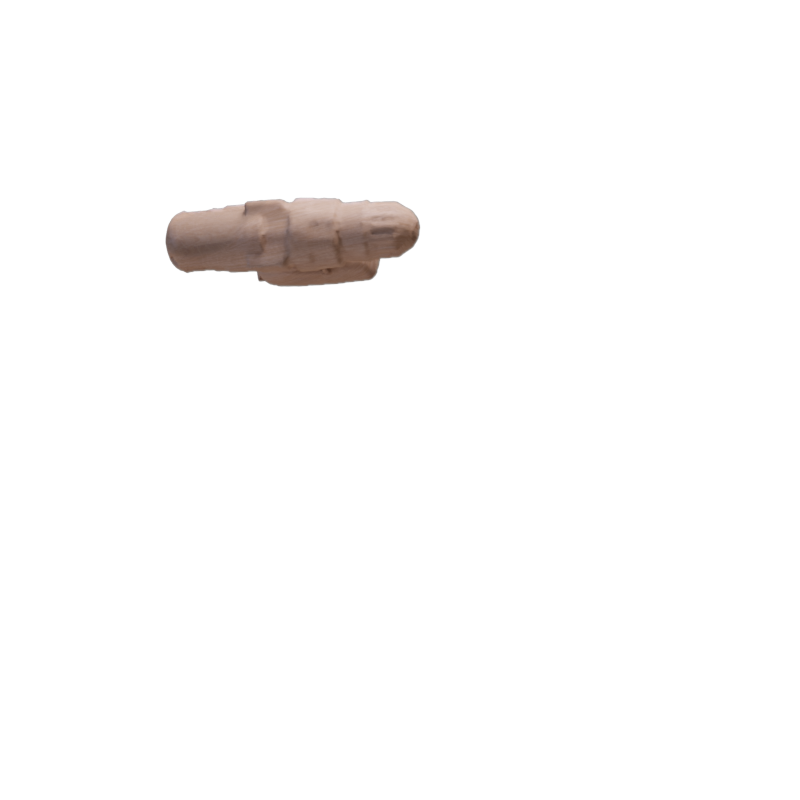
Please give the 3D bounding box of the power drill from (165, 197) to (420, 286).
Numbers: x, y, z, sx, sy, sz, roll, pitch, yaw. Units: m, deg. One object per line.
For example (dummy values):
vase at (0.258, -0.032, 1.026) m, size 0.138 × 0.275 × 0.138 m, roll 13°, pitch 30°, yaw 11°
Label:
power drill at (-0.067, -0.122, 0.857) m, size 0.187 × 0.058 × 0.184 m, roll 0°, pitch 1°, yaw 11°
